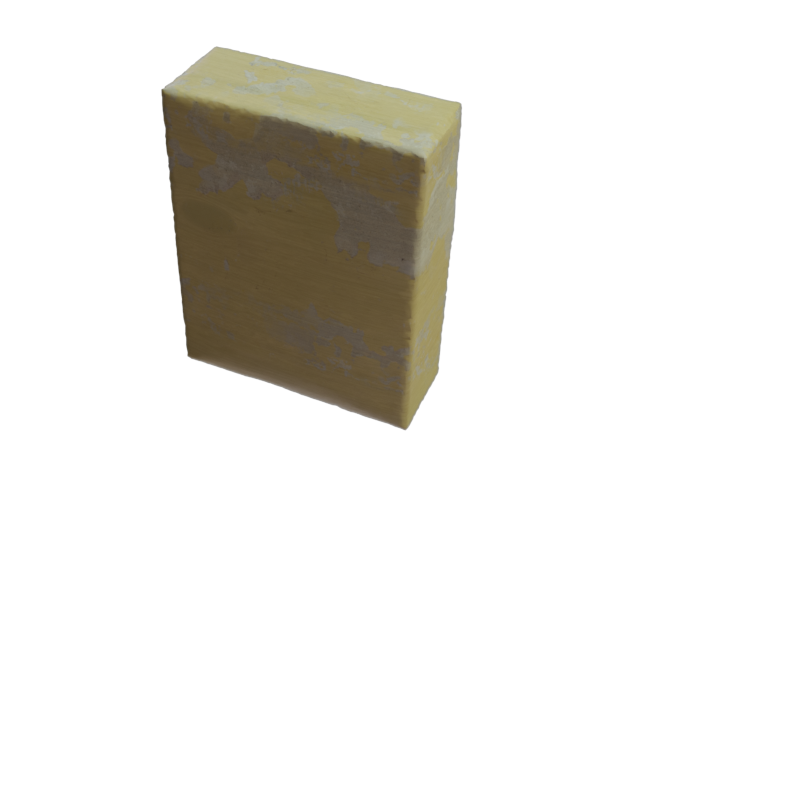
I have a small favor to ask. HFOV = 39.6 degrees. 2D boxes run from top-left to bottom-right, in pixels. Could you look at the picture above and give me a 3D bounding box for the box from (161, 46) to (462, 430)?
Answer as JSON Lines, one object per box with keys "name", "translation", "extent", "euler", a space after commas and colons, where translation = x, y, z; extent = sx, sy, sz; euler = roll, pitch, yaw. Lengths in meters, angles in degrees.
{"name": "box", "translation": [-0.054, -0.098, 0.690], "extent": [0.170, 0.199, 0.074], "euler": [19, 43, 17]}
